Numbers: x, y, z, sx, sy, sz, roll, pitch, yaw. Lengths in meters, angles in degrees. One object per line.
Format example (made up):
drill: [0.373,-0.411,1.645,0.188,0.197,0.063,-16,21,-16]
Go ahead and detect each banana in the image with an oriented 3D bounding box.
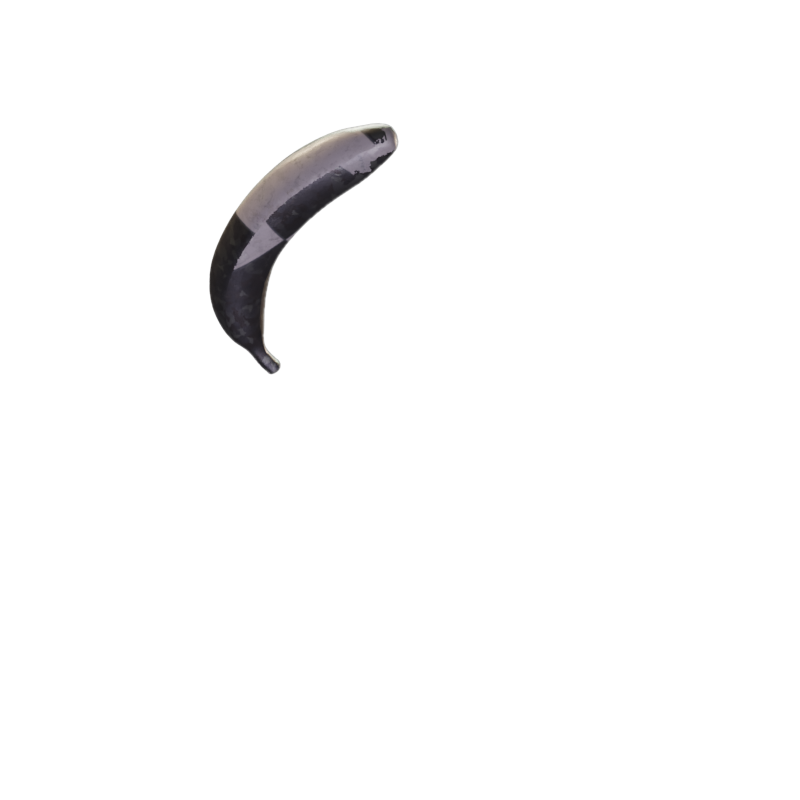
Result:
banana: [-0.071,-0.099,0.673,0.067,0.039,0.190,19,-51,-17]
